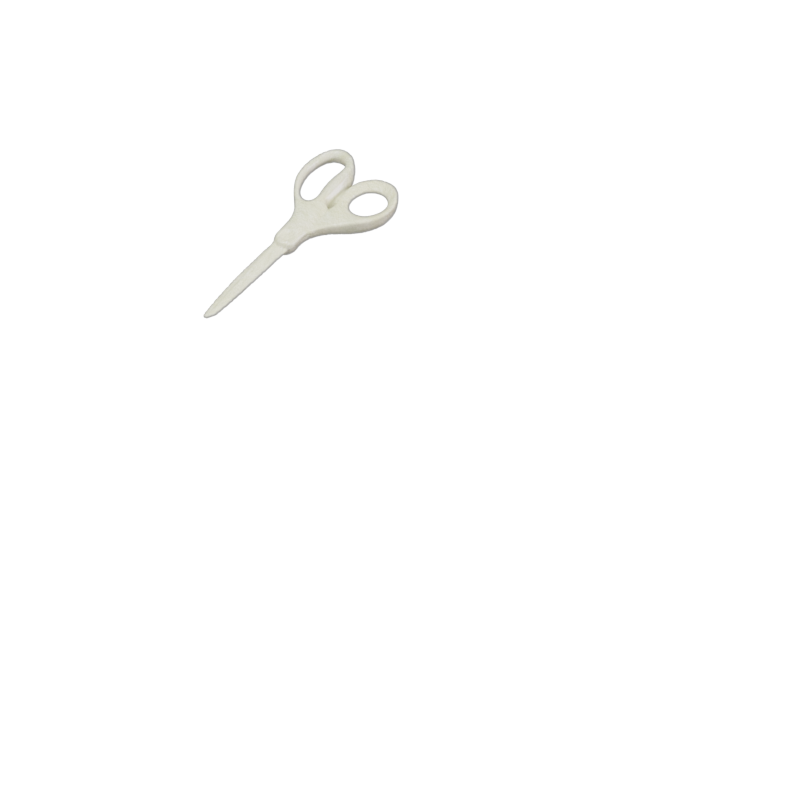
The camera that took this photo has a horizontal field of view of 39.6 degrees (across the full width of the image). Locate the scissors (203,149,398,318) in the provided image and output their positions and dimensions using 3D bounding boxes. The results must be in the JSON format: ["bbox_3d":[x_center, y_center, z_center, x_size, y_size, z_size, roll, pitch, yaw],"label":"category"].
[{"bbox_3d":[-0.068,-0.125,0.872,0.099,0.211,0.015,15,-37,12],"label":"scissors"}]
